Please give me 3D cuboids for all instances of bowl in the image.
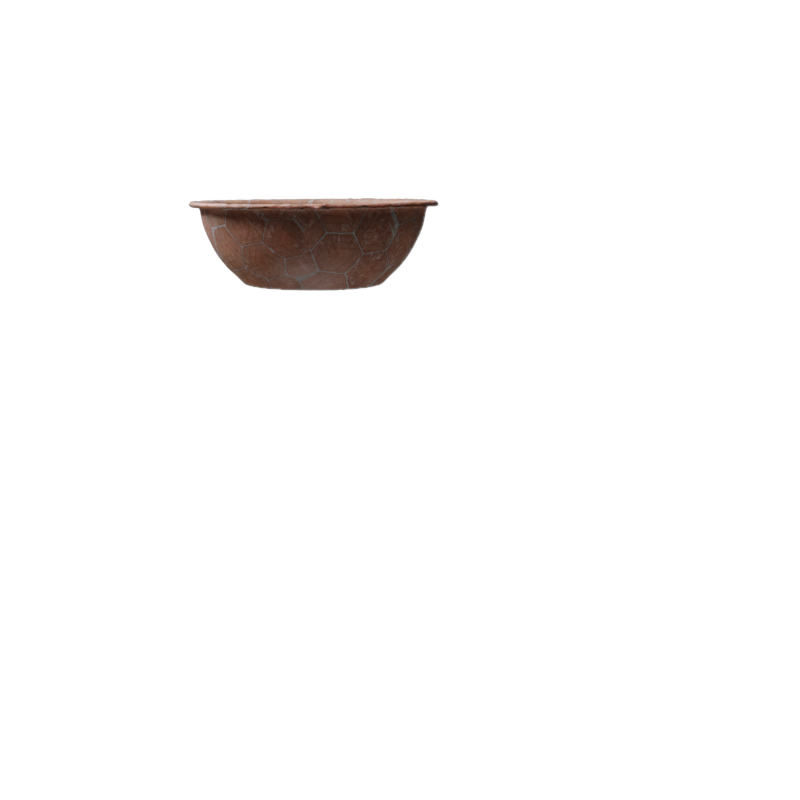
[{"bbox_3d":[-0.057,-0.103,0.722,0.162,0.054,0.165,0,11,-2],"label":"bowl"}]
